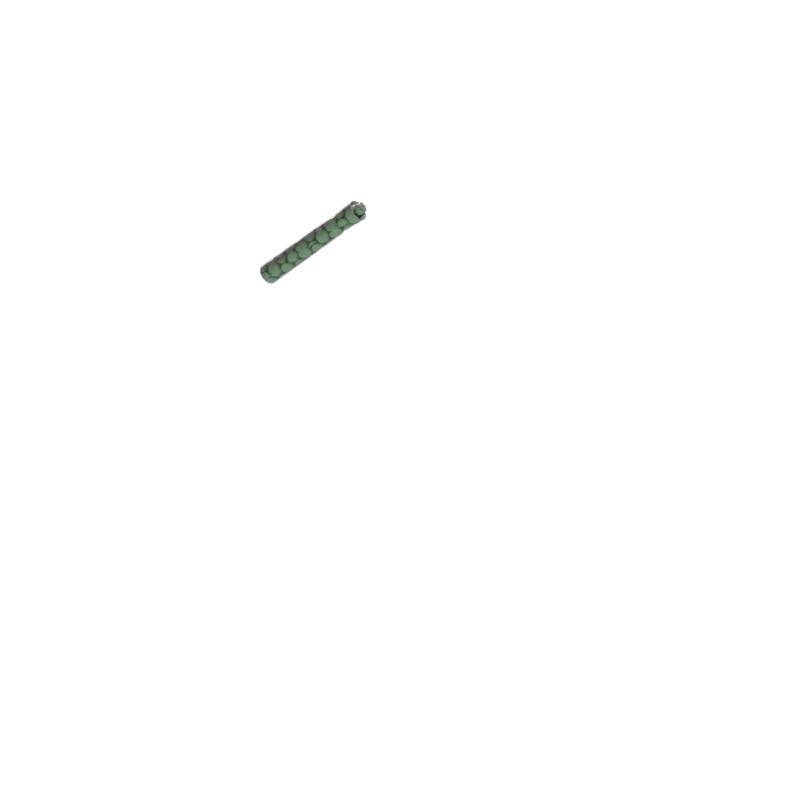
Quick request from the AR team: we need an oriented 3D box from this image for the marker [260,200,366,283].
[{"bbox_3d":[-0.074,-0.135,0.948,0.120,0.021,0.019,-30,-15,34],"label":"marker"}]
